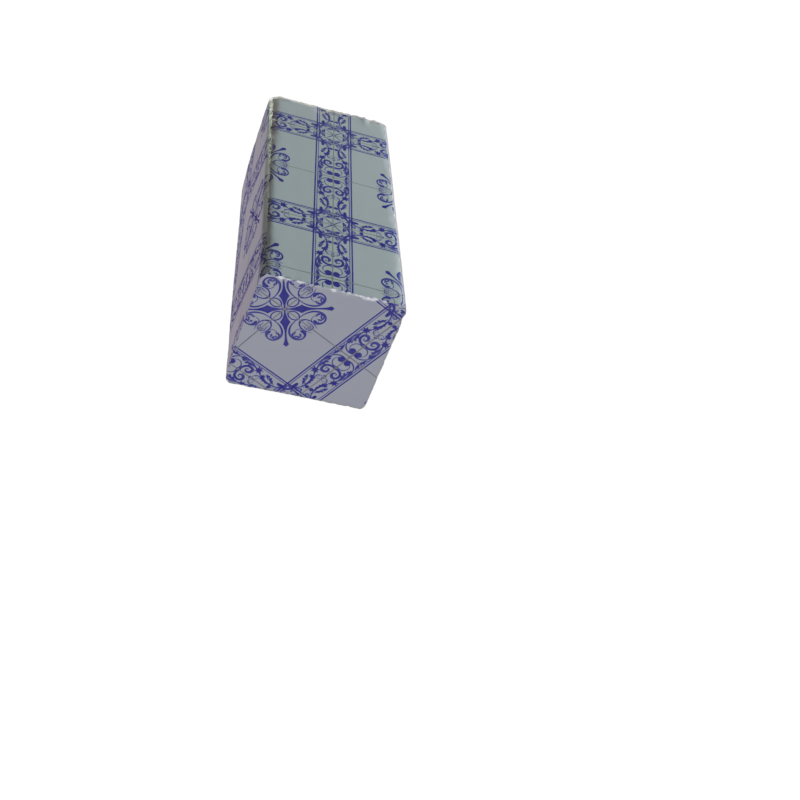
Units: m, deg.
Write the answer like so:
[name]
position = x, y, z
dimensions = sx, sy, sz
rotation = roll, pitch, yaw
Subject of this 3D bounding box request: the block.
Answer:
[block]
position = -0.058, -0.106, 0.738
dimensions = 0.089, 0.086, 0.221
rotation = 12, 39, -14
